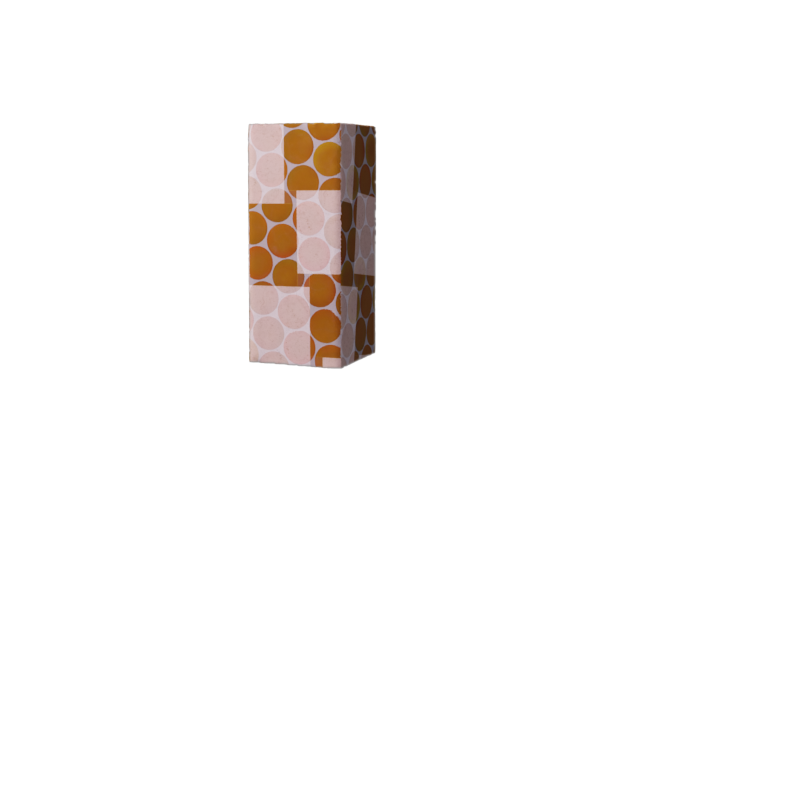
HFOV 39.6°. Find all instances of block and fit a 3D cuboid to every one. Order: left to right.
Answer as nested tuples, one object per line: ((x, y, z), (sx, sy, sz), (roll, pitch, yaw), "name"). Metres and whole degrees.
((-0.077, -0.140, 0.980), (0.093, 0.204, 0.089), (2, 6, 20), "block")
